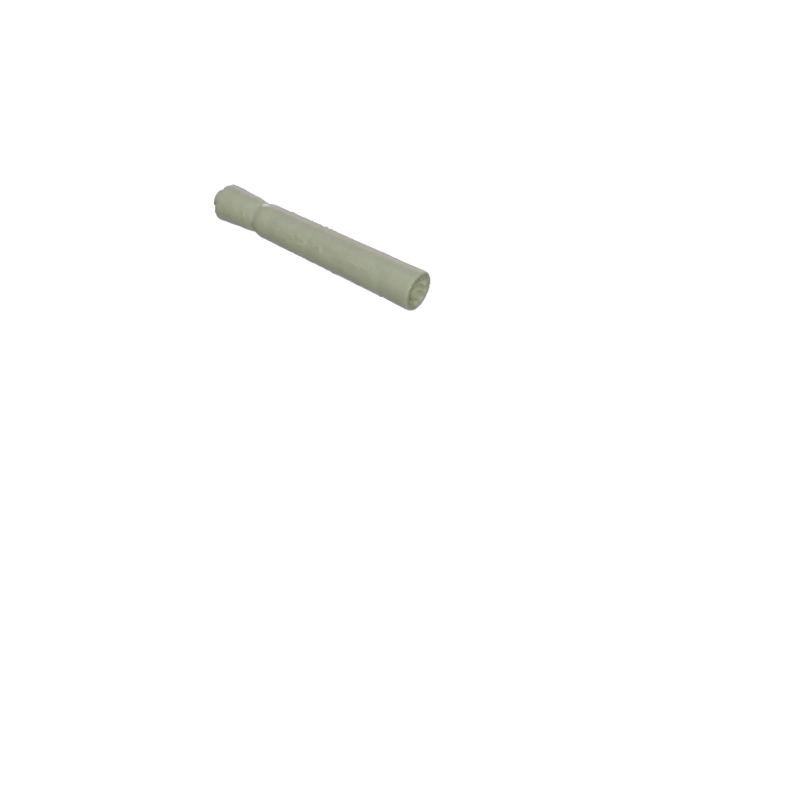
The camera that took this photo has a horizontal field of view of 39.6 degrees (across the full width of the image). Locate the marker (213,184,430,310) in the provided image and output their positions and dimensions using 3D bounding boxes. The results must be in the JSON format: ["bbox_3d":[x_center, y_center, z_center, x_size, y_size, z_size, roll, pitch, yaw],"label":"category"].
[{"bbox_3d":[-0.041,-0.074,0.518,0.128,0.019,0.019,28,18,30],"label":"marker"}]
